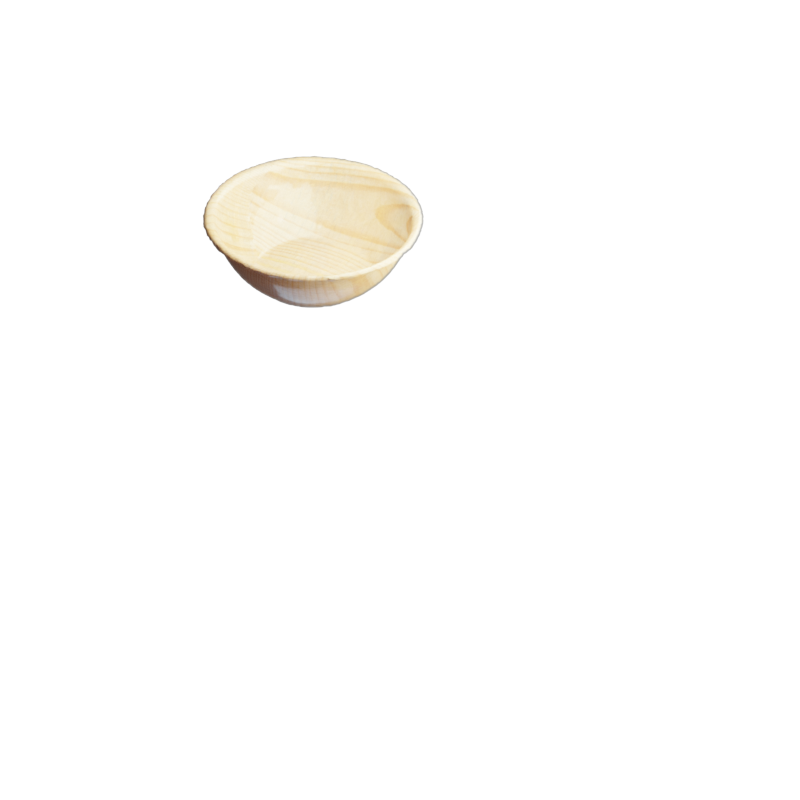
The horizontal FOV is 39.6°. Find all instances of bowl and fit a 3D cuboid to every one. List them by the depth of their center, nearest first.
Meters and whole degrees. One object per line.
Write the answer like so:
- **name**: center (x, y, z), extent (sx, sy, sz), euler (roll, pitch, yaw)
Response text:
- **bowl**: center (-0.065, -0.118, 0.828), extent (0.162, 0.051, 0.174), euler (-1, 40, -2)
